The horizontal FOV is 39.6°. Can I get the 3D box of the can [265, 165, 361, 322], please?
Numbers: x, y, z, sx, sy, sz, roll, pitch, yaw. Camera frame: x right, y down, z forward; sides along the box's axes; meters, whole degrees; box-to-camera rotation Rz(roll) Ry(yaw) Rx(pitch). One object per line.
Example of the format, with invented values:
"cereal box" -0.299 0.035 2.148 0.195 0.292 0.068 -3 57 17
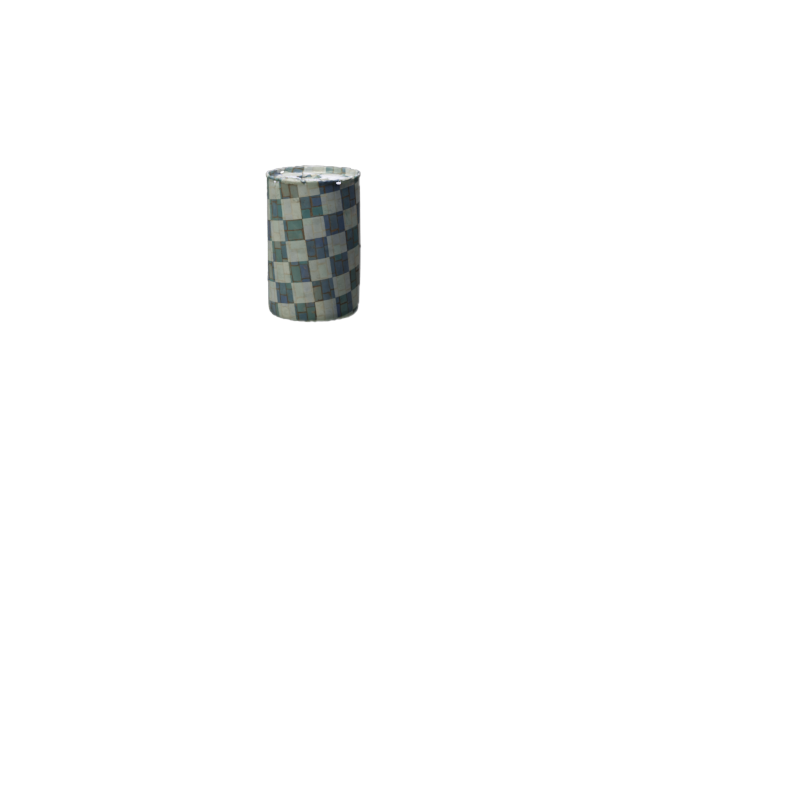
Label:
"can" -0.063 -0.114 0.800 0.068 0.099 0.071 0 16 -2
